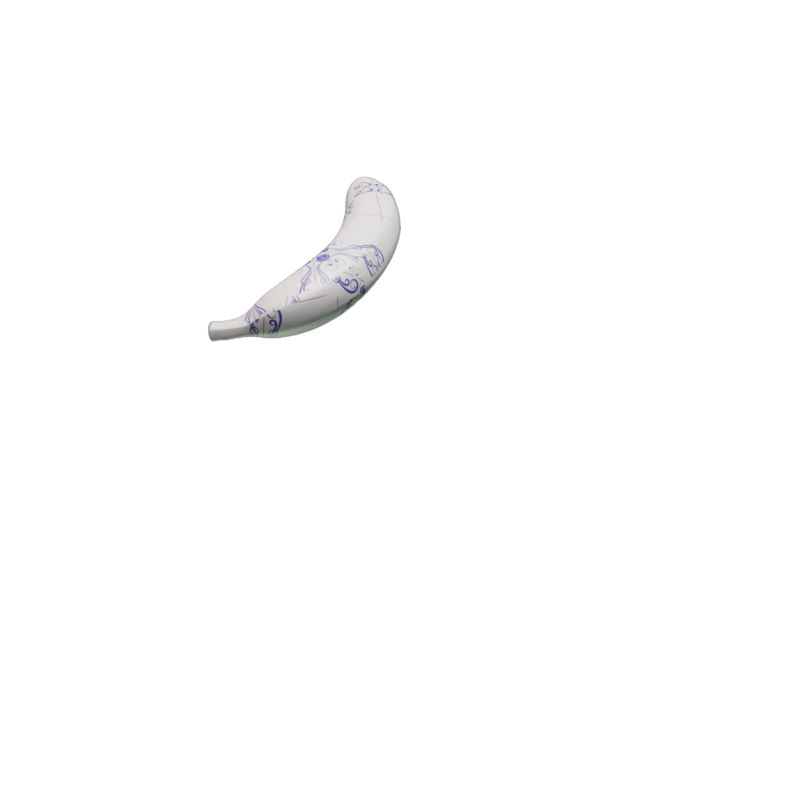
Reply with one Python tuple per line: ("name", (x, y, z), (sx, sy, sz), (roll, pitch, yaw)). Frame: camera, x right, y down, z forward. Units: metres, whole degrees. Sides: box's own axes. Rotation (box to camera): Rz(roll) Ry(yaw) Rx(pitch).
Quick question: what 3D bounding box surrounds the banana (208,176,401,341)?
("banana", (-0.039, -0.091, 0.680), (0.072, 0.034, 0.203), (15, 39, 20))
